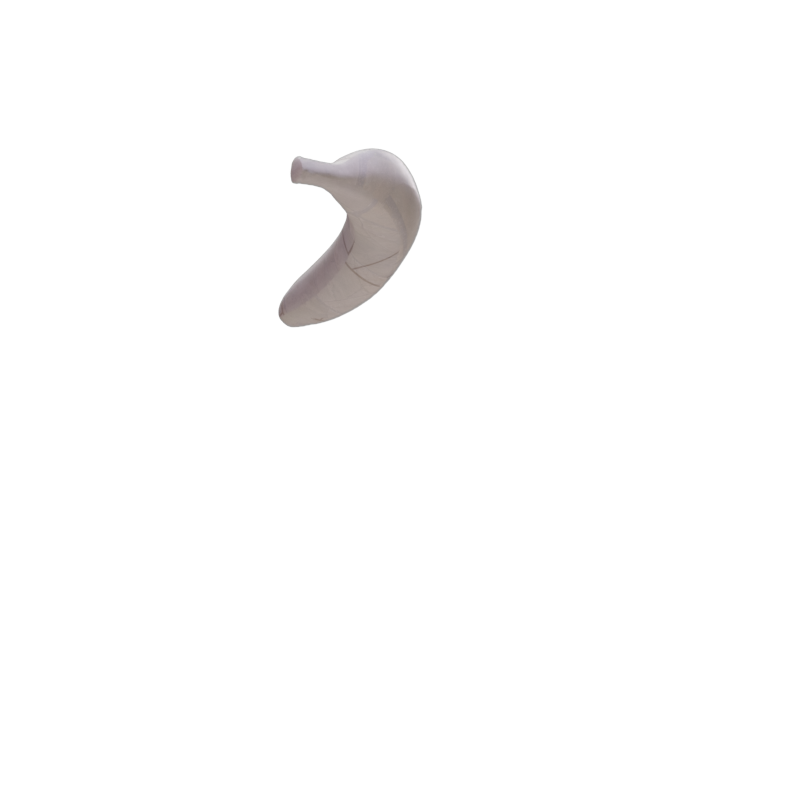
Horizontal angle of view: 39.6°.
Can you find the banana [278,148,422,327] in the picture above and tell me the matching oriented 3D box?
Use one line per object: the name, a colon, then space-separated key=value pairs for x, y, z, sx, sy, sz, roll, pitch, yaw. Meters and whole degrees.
banana: x=-0.027 y=-0.084 z=0.582 sx=0.069 sy=0.039 sz=0.189 roll=2 pitch=-19 yaw=-7
